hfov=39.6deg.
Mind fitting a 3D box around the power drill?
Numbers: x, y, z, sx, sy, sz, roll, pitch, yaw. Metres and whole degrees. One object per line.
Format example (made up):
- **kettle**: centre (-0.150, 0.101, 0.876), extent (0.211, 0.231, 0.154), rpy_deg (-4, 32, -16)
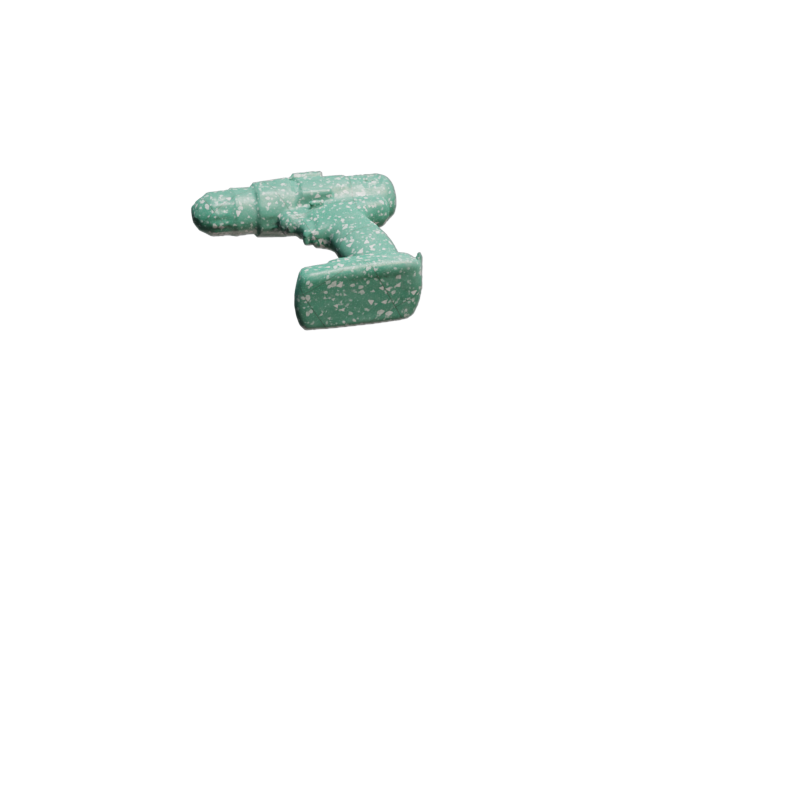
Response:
- **power drill**: centre (-0.073, -0.133, 0.931), extent (0.182, 0.054, 0.203), rpy_deg (-10, 38, -13)
